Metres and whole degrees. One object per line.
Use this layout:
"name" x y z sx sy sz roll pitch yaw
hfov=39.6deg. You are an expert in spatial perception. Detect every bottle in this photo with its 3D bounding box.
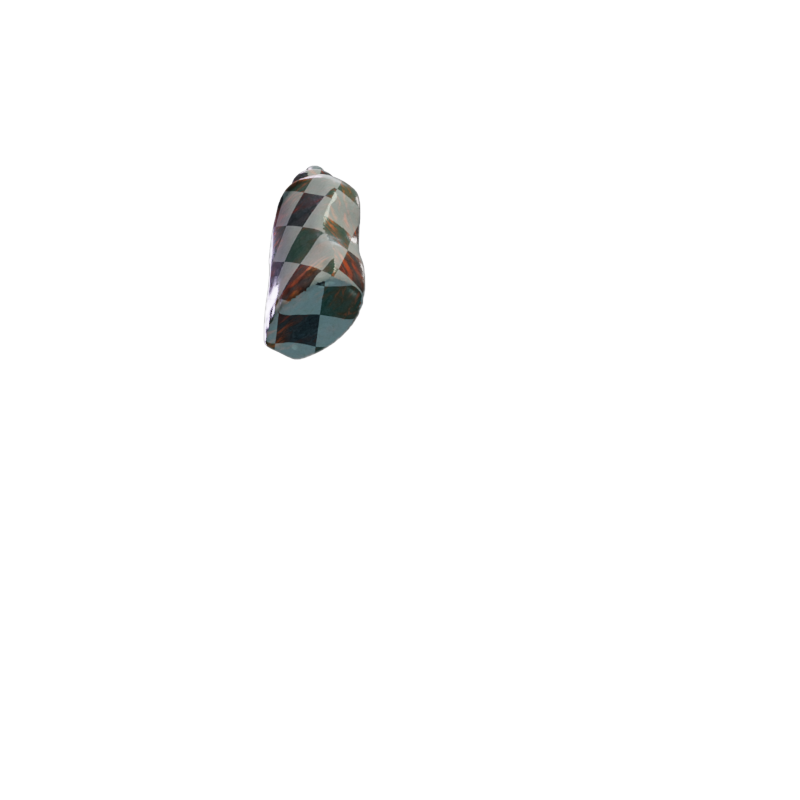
"bottle" -0.071 -0.130 0.915 0.056 0.206 0.094 26 -52 -27
